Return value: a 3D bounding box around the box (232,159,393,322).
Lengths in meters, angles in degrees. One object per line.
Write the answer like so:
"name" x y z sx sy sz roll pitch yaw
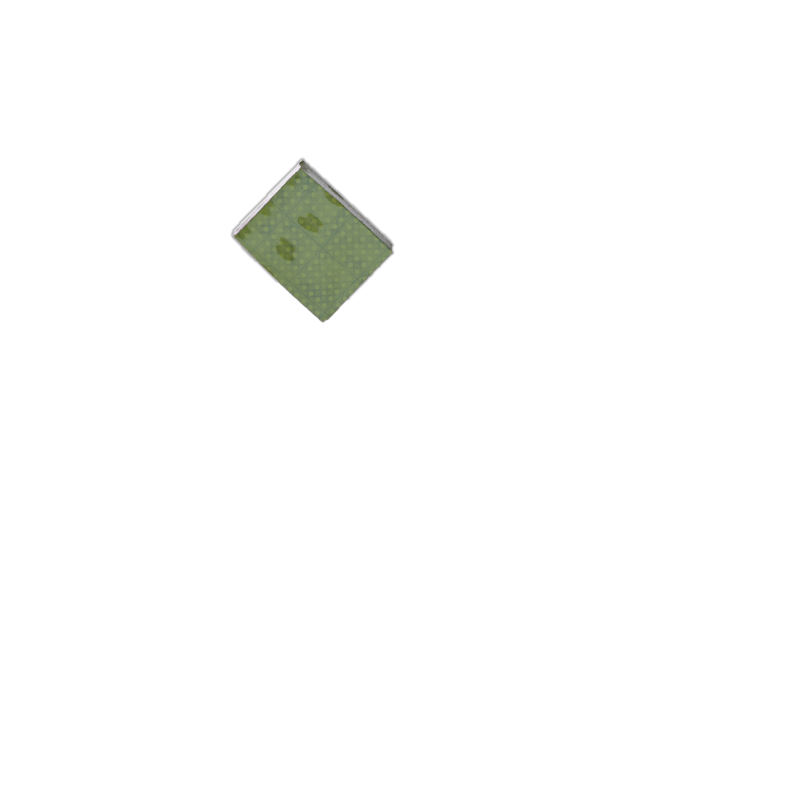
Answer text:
"box" -0.075 -0.137 0.959 0.110 0.089 0.040 43 11 -11
